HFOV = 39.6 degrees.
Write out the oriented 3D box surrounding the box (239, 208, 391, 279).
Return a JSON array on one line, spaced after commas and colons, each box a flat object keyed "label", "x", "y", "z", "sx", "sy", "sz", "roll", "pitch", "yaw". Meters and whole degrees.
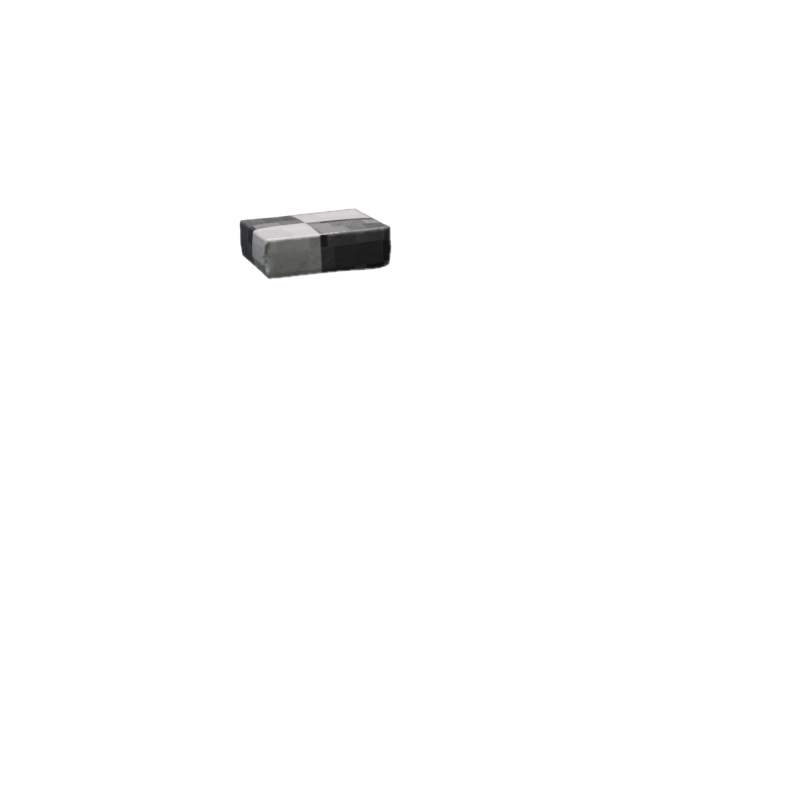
[{"label": "box", "x": -0.075, "y": -0.137, "z": 0.963, "sx": 0.111, "sy": 0.037, "sz": 0.095, "roll": -7, "pitch": 21, "yaw": -18}]
